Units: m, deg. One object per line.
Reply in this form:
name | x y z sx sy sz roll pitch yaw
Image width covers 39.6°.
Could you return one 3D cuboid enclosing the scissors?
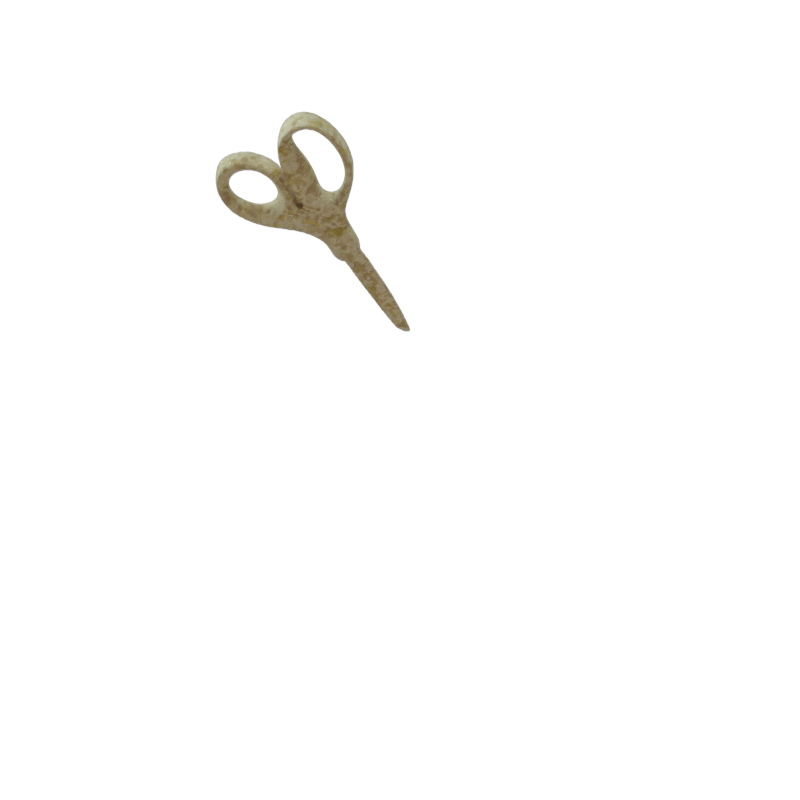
scissors | -0.057 -0.104 0.731 0.097 0.017 0.186 -8 -43 8
